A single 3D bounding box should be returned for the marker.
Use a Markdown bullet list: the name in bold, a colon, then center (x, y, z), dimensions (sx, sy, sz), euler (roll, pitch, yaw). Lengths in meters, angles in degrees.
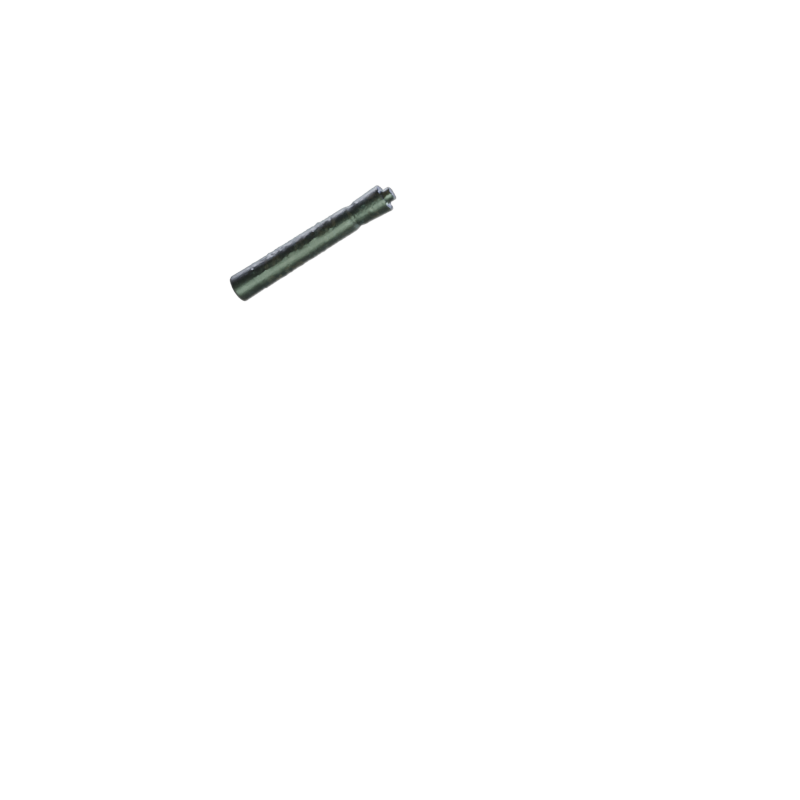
- **marker**: center (-0.055, -0.101, 0.709), dimensions (0.121, 0.020, 0.019), euler (-30, -4, 15)
